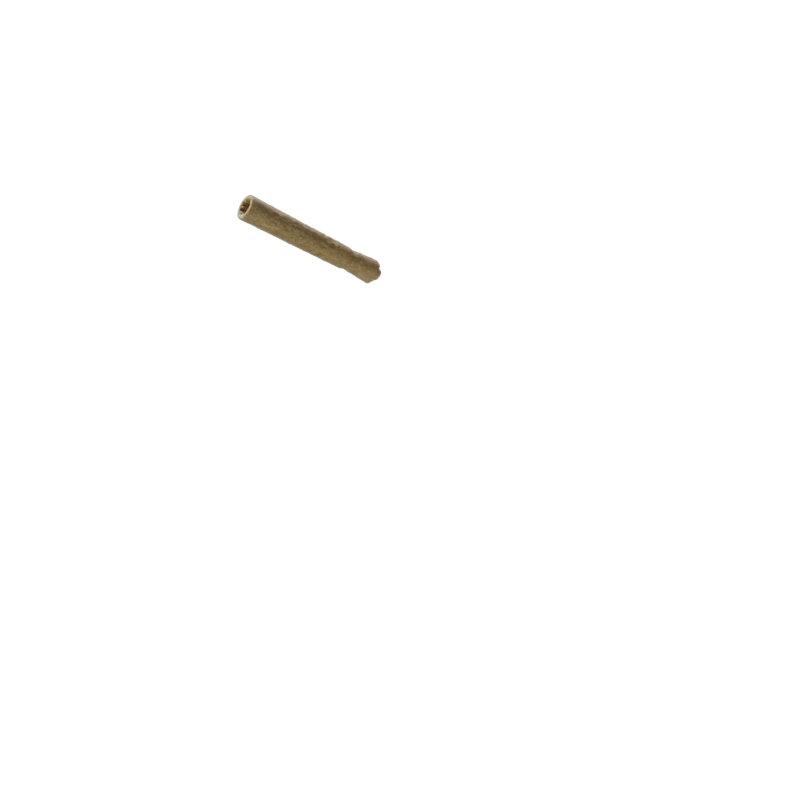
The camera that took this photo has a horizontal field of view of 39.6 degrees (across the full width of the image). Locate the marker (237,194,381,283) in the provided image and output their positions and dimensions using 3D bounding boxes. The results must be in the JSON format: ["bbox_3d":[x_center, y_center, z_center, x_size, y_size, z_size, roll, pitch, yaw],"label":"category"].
[{"bbox_3d":[-0.062,-0.114,0.796,0.114,0.020,0.020,24,-9,-29],"label":"marker"}]
